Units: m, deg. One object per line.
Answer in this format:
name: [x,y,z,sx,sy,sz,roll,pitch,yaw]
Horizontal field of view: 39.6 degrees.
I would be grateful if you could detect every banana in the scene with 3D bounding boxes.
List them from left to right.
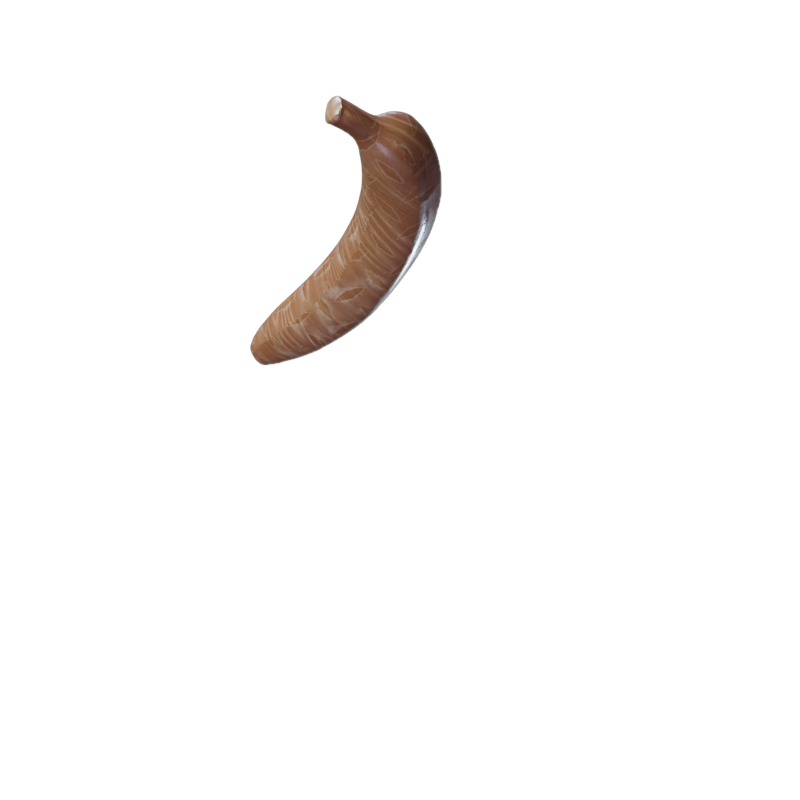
banana: [-0.023,-0.077,0.539,0.068,0.039,0.188,9,-37,-13]
